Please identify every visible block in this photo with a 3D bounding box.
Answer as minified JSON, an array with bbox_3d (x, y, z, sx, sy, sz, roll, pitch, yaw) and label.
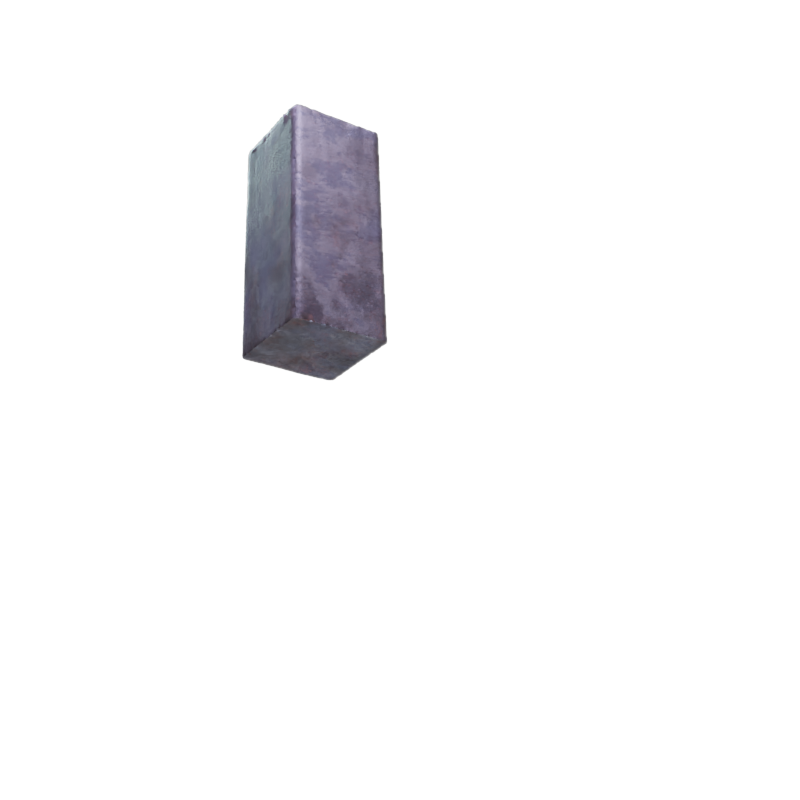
[{"bbox_3d":[-0.075,-0.135,0.948,0.086,0.219,0.089,16,-33,-29],"label":"block"}]
